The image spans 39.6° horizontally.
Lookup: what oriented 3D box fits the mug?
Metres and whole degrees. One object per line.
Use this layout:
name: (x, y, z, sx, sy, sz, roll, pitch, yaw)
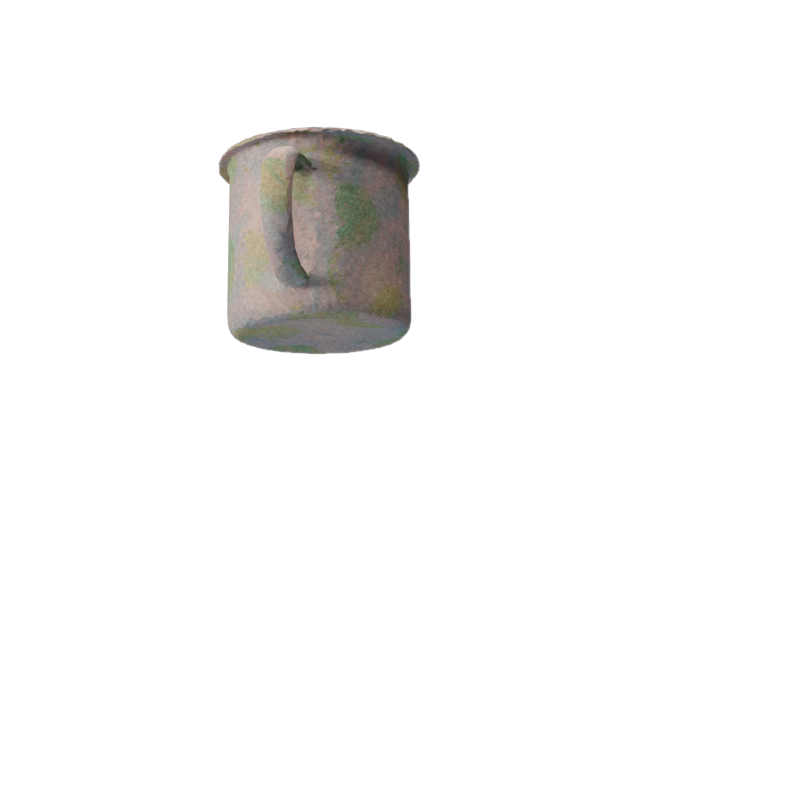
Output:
mug: (-0.038, -0.070, 0.490, 0.094, 0.085, 0.112, -3, -13, 9)
